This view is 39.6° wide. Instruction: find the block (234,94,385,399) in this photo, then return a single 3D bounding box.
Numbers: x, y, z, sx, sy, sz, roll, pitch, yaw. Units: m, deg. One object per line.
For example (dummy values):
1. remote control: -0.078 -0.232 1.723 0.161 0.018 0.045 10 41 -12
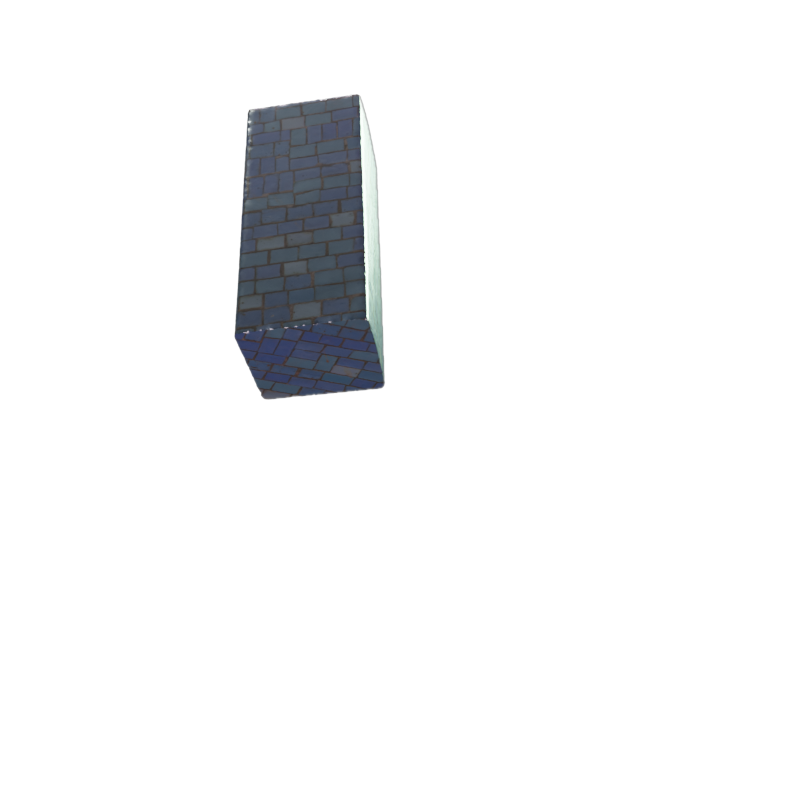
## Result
1. block: -0.063 -0.115 0.811 0.091 0.221 0.083 -7 -35 6
